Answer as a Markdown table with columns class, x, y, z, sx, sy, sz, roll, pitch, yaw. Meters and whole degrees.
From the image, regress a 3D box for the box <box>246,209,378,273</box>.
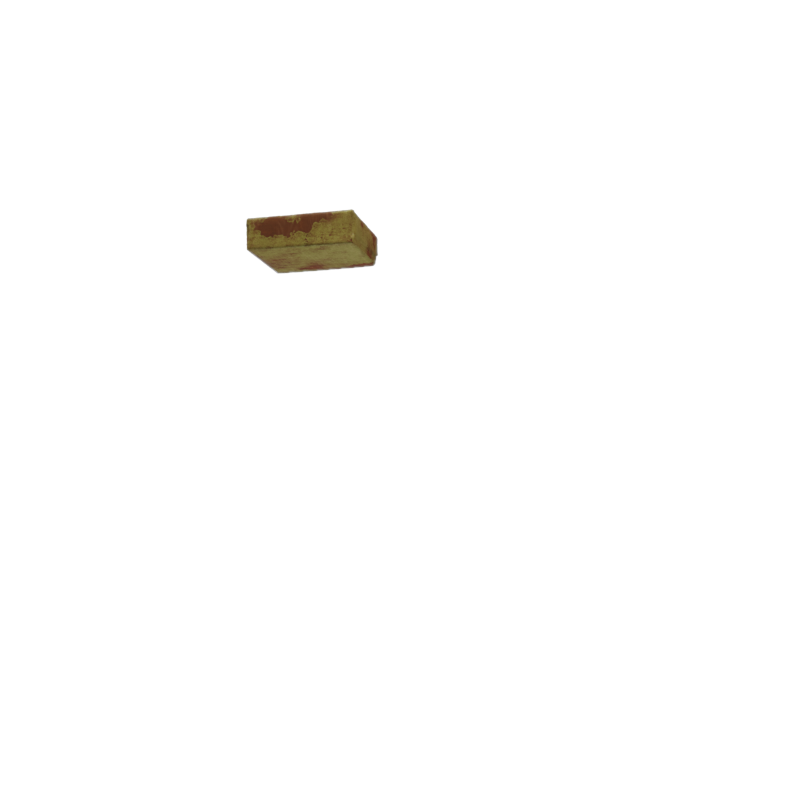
| class | x | y | z | sx | sy | sz | roll | pitch | yaw |
| --- | --- | --- | --- | --- | --- | --- | --- | --- | --- |
| box | -0.069 | -0.127 | 0.886 | 0.091 | 0.031 | 0.070 | -3 | -10 | 16 |
